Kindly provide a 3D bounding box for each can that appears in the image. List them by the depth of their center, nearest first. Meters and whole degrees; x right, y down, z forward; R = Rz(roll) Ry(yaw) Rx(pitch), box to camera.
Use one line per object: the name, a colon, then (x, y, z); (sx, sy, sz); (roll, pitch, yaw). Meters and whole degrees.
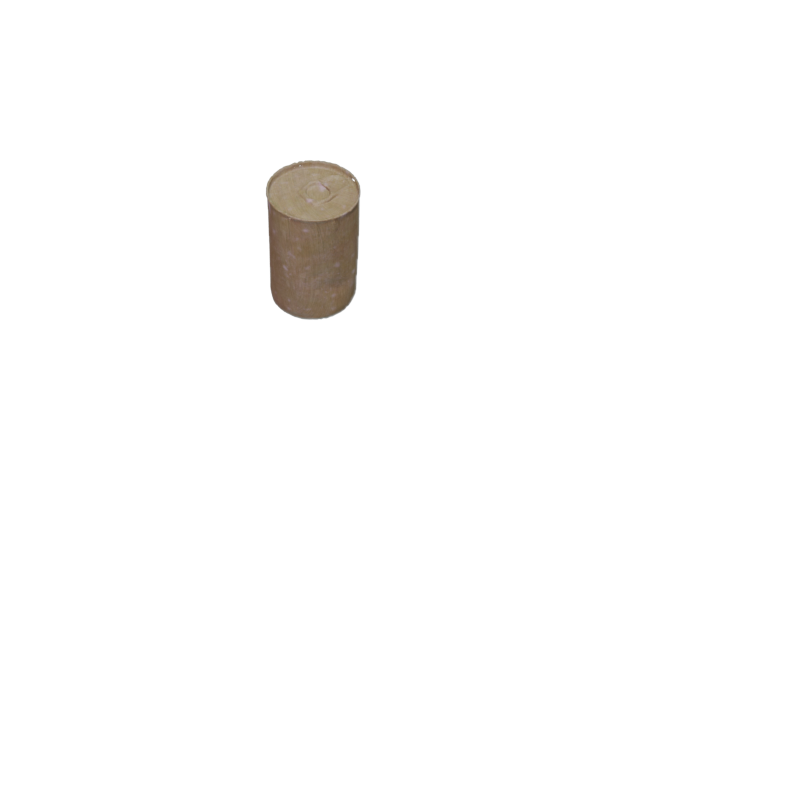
can: (-0.065, -0.118, 0.826); (0.068, 0.074, 0.095); (0, -44, -3)
